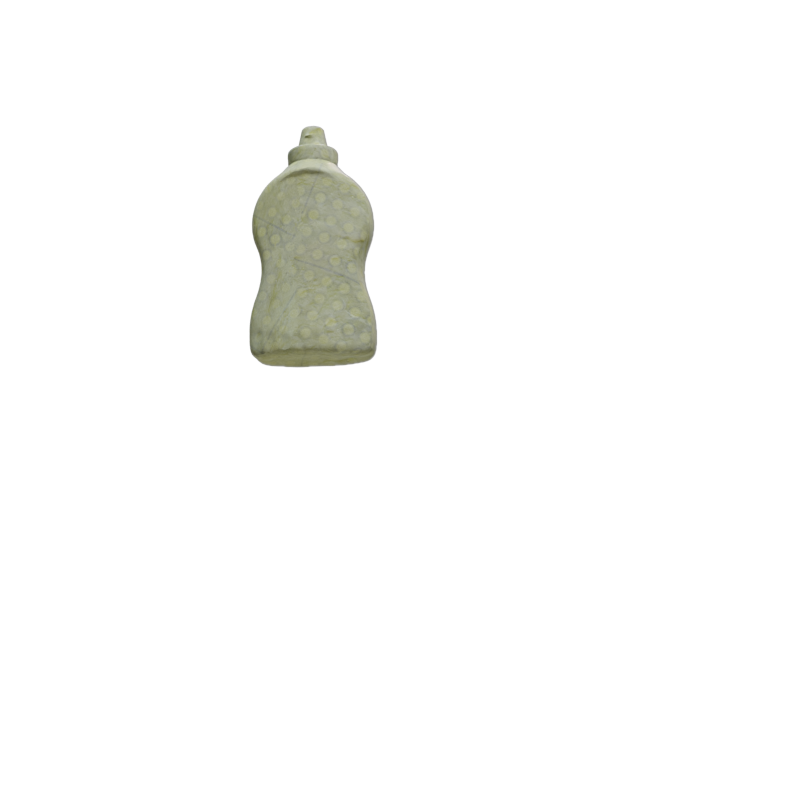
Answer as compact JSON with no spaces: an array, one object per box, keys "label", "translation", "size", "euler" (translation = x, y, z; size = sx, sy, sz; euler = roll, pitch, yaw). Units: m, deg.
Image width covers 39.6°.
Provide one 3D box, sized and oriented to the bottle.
[{"label":"bottle","translation":[-0.069,-0.125,0.875],"size":[0.097,0.200,0.055],"euler":[-4,-17,10]}]
